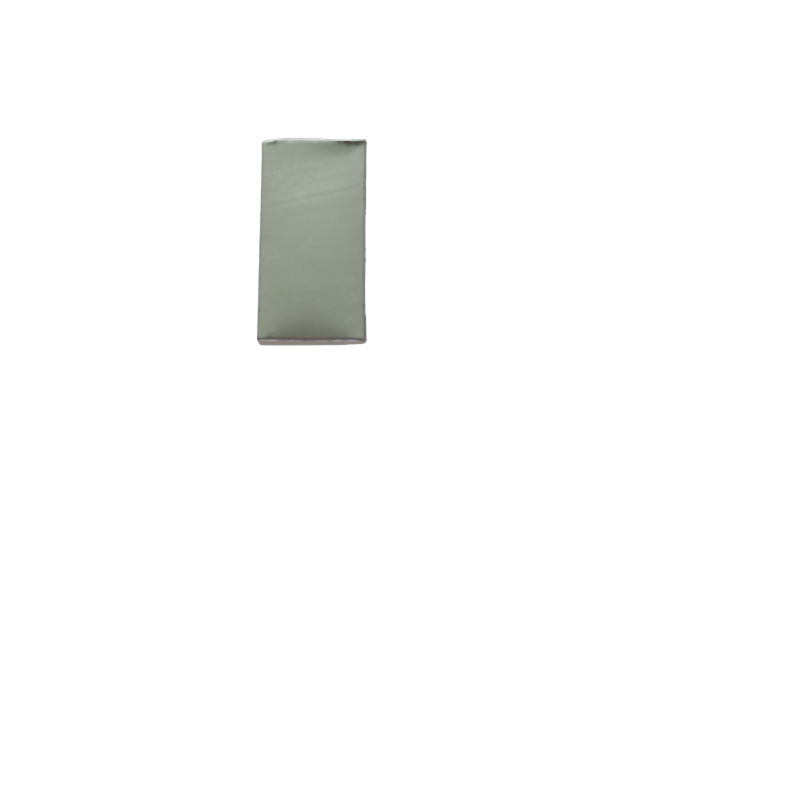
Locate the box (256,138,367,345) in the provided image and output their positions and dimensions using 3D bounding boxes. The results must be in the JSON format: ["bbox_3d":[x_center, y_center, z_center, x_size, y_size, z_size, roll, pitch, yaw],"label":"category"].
[{"bbox_3d":[-0.075,-0.136,0.951,0.093,0.180,0.047,-1,-9,0],"label":"box"}]
